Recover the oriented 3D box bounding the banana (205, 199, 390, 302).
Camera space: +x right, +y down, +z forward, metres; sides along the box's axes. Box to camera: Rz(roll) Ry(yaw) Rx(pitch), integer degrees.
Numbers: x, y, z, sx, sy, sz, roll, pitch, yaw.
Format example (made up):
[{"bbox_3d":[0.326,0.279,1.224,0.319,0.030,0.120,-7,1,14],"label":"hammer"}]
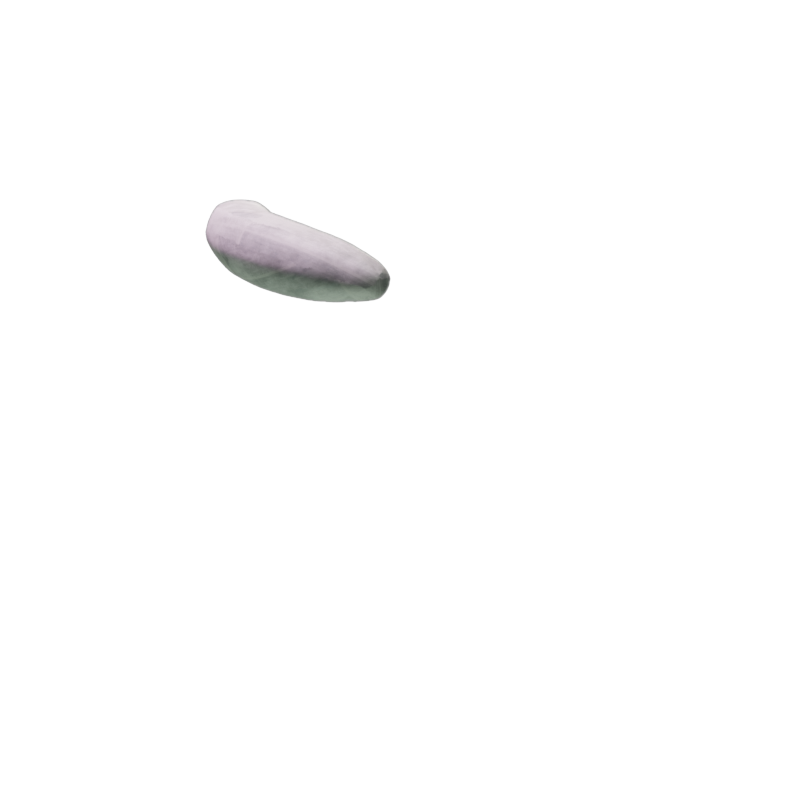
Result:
[{"bbox_3d":[-0.065,-0.083,0.585,0.068,0.036,0.207,-4,17,-15],"label":"banana"}]
